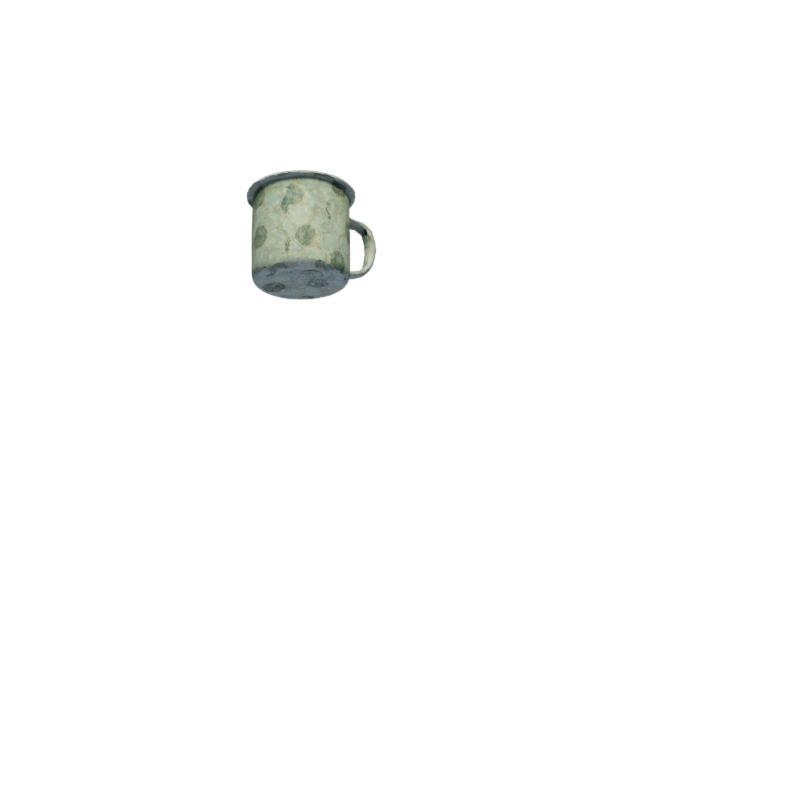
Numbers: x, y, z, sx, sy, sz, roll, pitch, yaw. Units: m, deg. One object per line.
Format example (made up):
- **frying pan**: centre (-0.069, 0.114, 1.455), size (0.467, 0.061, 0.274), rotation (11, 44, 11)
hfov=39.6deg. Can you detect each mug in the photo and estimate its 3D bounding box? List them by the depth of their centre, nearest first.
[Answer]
- **mug**: centre (-0.073, -0.133, 0.933), size (0.112, 0.086, 0.093), rotation (11, -24, -30)
